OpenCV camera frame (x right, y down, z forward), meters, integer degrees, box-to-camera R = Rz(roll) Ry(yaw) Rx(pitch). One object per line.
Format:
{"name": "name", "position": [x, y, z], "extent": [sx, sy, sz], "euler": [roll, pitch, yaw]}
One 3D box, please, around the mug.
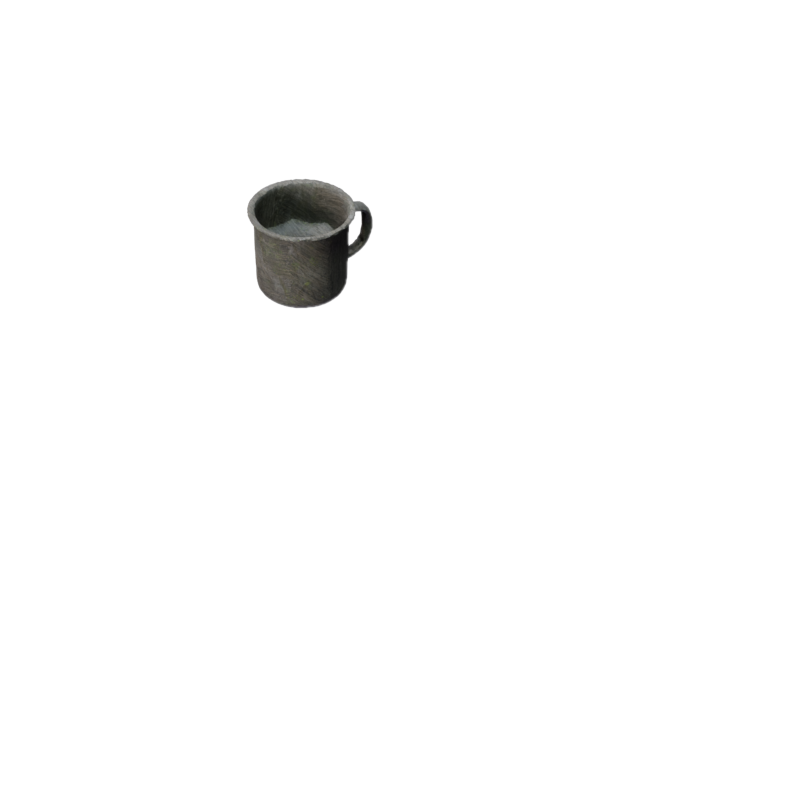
{"name": "mug", "position": [-0.076, -0.139, 0.977], "extent": [0.116, 0.076, 0.101], "euler": [-23, 46, -25]}
